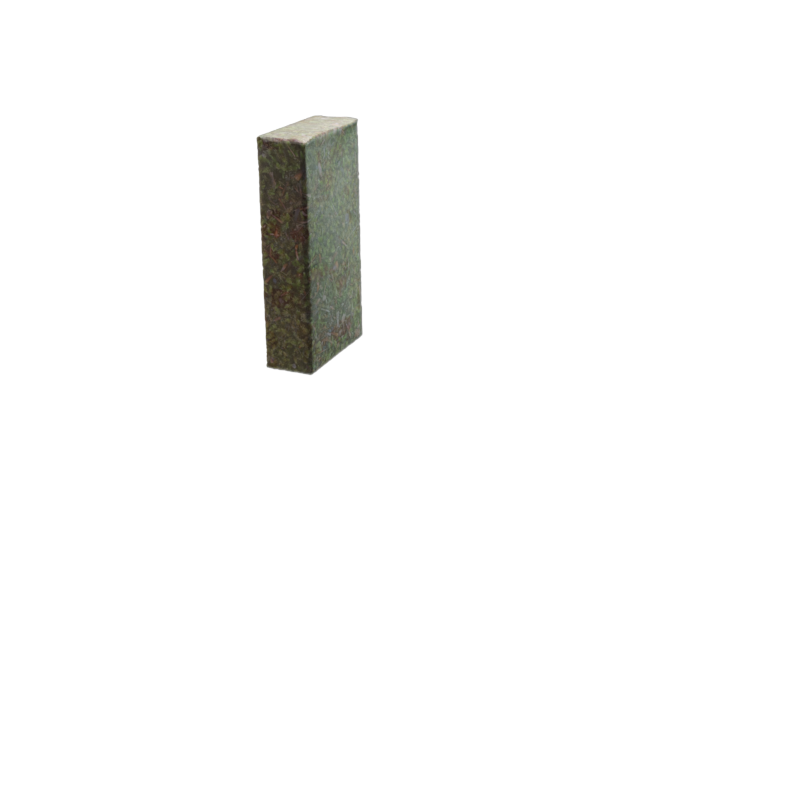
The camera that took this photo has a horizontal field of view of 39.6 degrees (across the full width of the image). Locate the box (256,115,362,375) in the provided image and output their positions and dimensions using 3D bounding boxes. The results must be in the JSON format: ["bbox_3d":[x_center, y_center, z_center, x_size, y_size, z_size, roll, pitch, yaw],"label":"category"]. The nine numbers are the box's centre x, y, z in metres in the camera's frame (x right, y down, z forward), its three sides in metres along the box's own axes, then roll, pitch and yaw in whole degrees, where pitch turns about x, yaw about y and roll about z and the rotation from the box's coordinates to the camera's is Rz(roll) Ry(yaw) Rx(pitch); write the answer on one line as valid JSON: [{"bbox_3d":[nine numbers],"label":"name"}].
[{"bbox_3d":[-0.065,-0.118,0.830,0.050,0.169,0.094,9,22,21],"label":"box"}]
